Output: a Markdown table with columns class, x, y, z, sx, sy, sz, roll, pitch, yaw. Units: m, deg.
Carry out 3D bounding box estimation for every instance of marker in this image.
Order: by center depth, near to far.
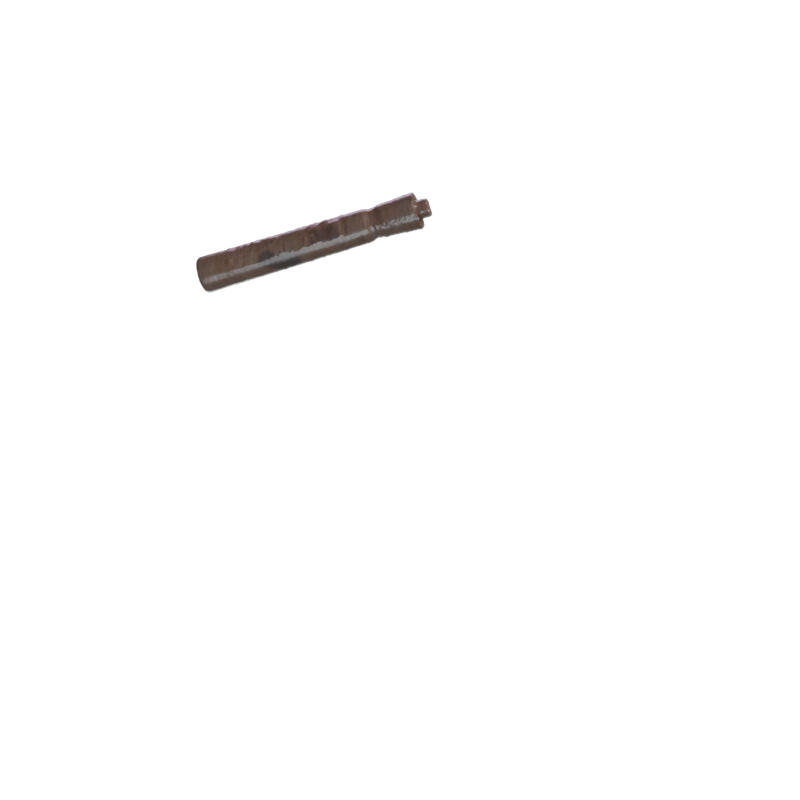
| class | x | y | z | sx | sy | sz | roll | pitch | yaw |
| --- | --- | --- | --- | --- | --- | --- | --- | --- | --- |
| marker | -0.043 | -0.079 | 0.552 | 0.122 | 0.020 | 0.020 | -15 | 1 | 13 |
